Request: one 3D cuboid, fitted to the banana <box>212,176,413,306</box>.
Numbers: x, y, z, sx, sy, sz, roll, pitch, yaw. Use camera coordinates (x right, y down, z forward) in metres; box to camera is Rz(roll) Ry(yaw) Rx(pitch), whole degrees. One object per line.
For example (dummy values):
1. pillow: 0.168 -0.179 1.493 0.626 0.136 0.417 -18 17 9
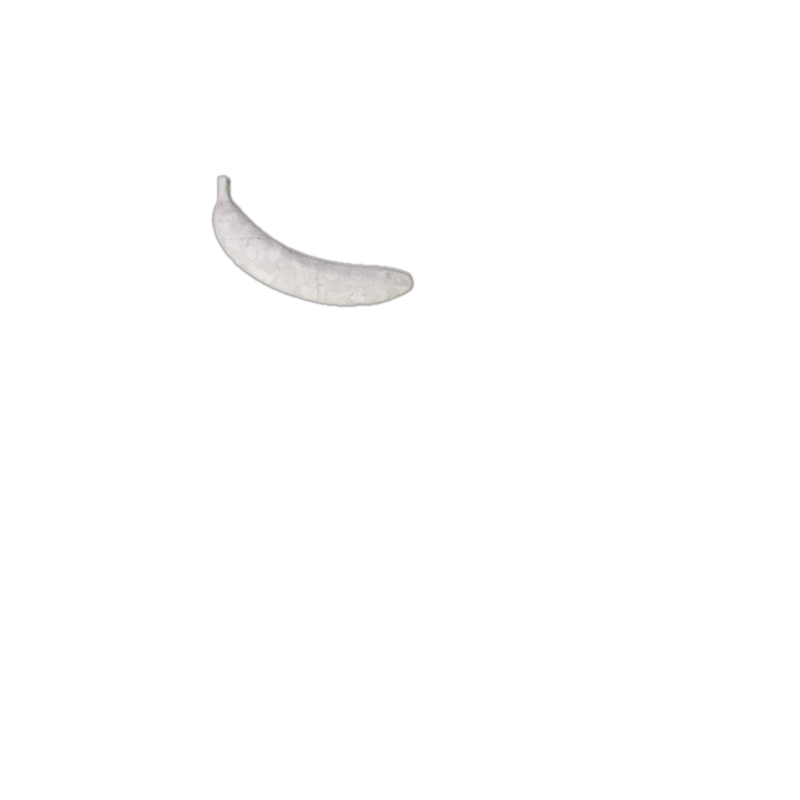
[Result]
1. banana: -0.088 -0.124 0.965 0.200 0.070 0.036 29 -7 4
